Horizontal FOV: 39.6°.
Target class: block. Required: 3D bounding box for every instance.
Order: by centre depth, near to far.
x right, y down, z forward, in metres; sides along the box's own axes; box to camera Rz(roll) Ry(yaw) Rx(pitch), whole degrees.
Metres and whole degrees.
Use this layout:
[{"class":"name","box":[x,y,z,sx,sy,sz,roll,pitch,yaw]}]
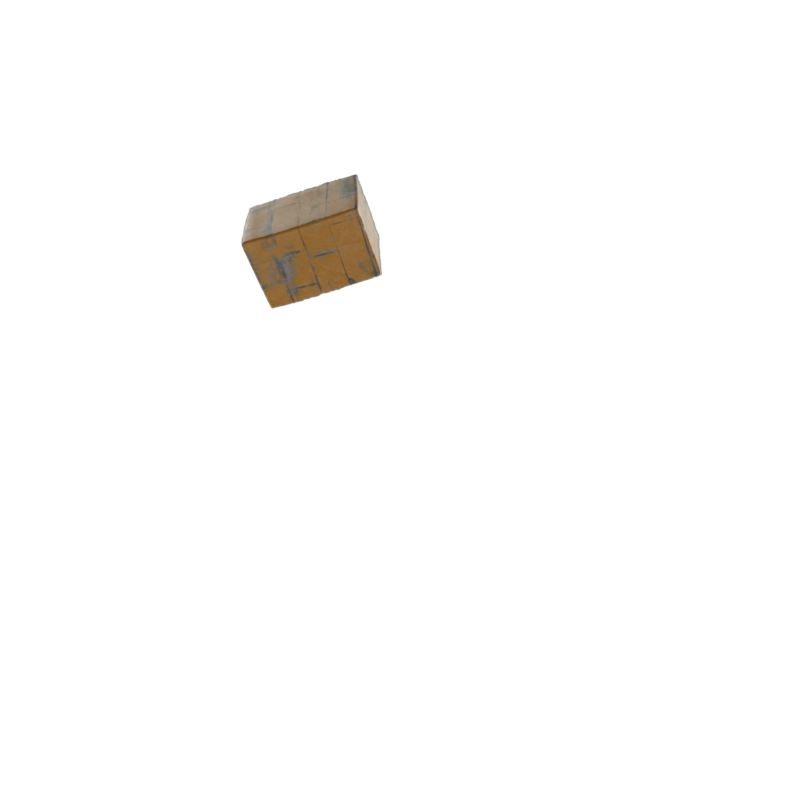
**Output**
[{"class":"block","box":[-0.056,-0.102,0.714,0.078,0.049,0.055,-16,31,8]}]
